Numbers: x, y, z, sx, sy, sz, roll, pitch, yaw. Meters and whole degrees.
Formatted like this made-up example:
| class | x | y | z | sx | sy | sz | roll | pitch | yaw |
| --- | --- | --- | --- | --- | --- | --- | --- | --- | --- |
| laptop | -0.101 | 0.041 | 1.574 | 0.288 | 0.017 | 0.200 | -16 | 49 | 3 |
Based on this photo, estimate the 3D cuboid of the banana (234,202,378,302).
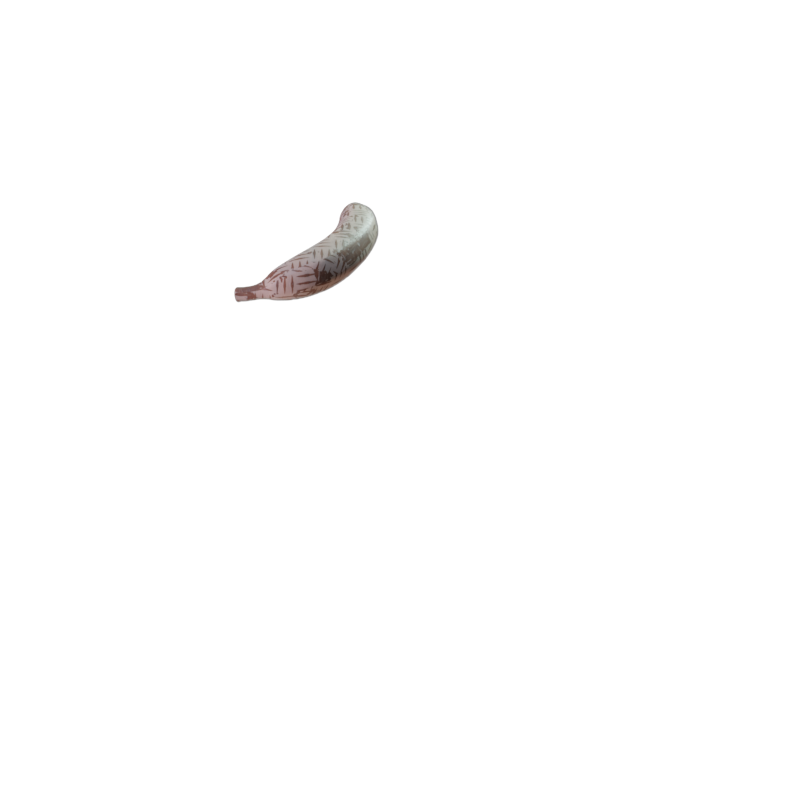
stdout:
| class | x | y | z | sx | sy | sz | roll | pitch | yaw |
| --- | --- | --- | --- | --- | --- | --- | --- | --- | --- |
| banana | -0.060 | -0.129 | 0.942 | 0.073 | 0.035 | 0.201 | 14 | 33 | 23 |
